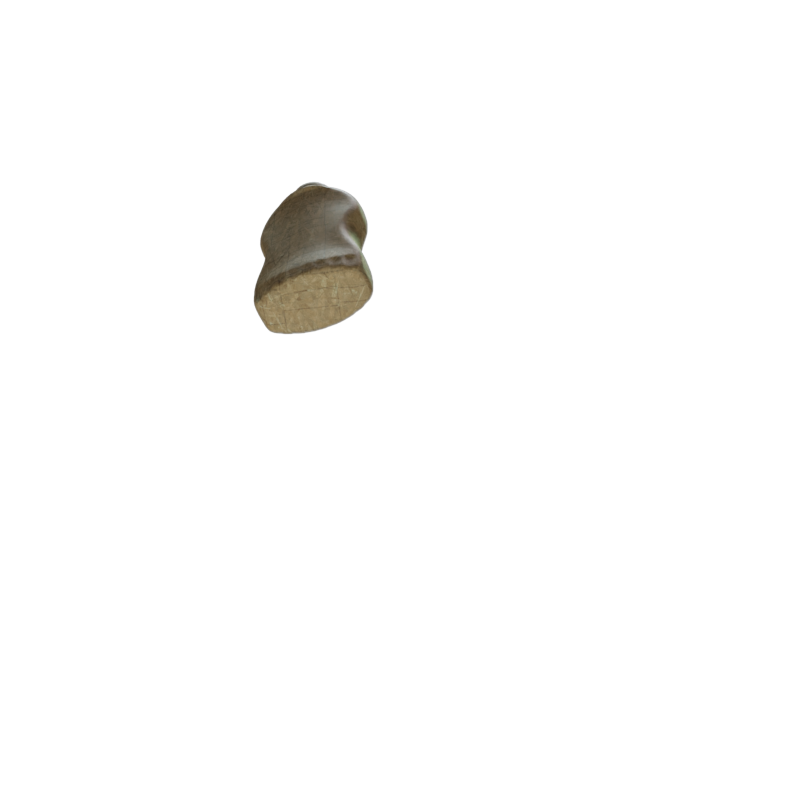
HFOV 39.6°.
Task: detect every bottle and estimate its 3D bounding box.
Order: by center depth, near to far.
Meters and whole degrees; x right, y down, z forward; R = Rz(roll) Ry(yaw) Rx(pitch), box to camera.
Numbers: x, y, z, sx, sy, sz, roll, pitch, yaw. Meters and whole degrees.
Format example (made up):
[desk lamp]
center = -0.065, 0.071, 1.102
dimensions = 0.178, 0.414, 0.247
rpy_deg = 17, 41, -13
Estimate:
[bottle]
center = -0.076, -0.138, 0.969
dimensions = 0.096, 0.054, 0.205
rpy_deg = -21, 35, 11
